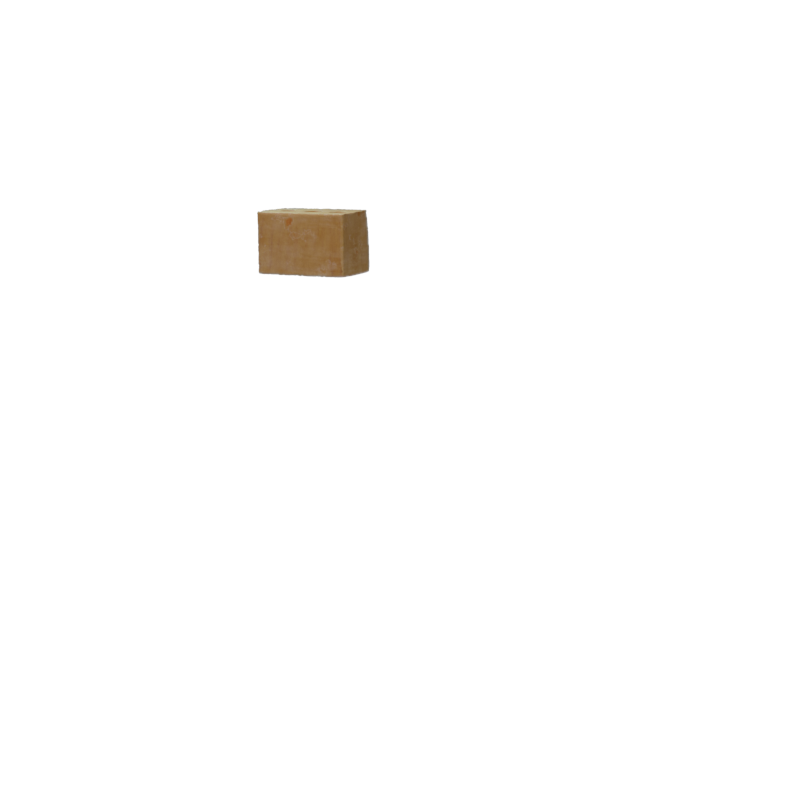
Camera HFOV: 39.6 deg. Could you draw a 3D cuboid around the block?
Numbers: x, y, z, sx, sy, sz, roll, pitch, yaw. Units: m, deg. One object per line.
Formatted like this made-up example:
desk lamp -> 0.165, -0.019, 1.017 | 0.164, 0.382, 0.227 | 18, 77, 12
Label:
block -> -0.070, -0.128, 0.897 | 0.080, 0.050, 0.052 | 5, 10, 23
